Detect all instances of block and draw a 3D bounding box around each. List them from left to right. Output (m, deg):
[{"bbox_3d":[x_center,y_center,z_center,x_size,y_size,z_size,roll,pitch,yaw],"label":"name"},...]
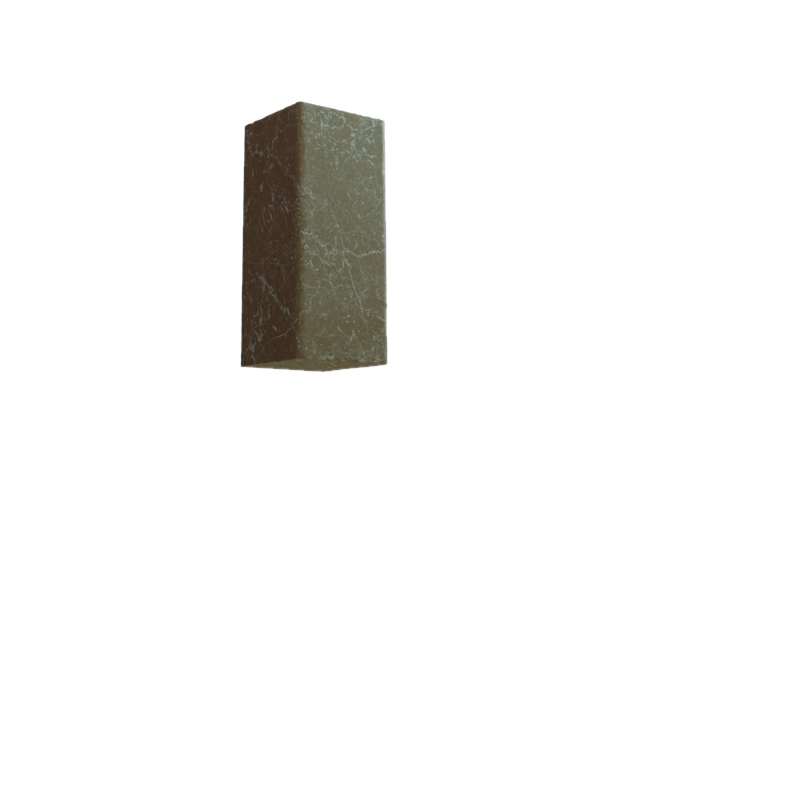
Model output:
[{"bbox_3d":[-0.072,-0.132,0.923,0.087,0.212,0.092,7,-13,-37],"label":"block"}]
